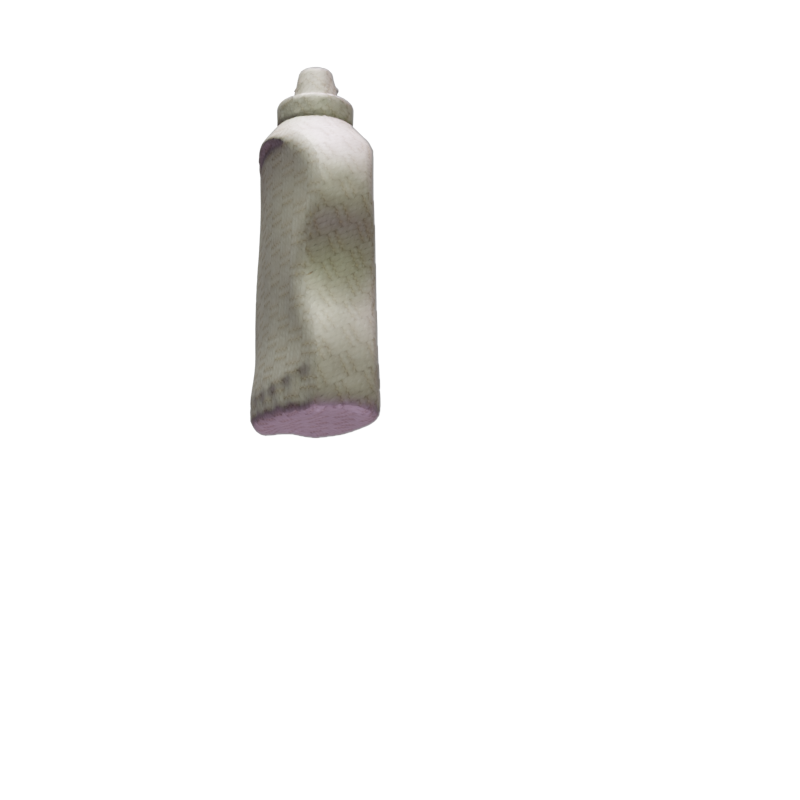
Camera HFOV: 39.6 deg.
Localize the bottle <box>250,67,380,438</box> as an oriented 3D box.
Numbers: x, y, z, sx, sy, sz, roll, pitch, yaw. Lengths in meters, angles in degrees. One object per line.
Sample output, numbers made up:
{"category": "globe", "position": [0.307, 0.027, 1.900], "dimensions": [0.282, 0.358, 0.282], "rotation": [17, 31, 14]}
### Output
{"category": "bottle", "position": [-0.044, -0.081, 0.571], "dimensions": [0.057, 0.199, 0.095], "rotation": [5, -17, -19]}
